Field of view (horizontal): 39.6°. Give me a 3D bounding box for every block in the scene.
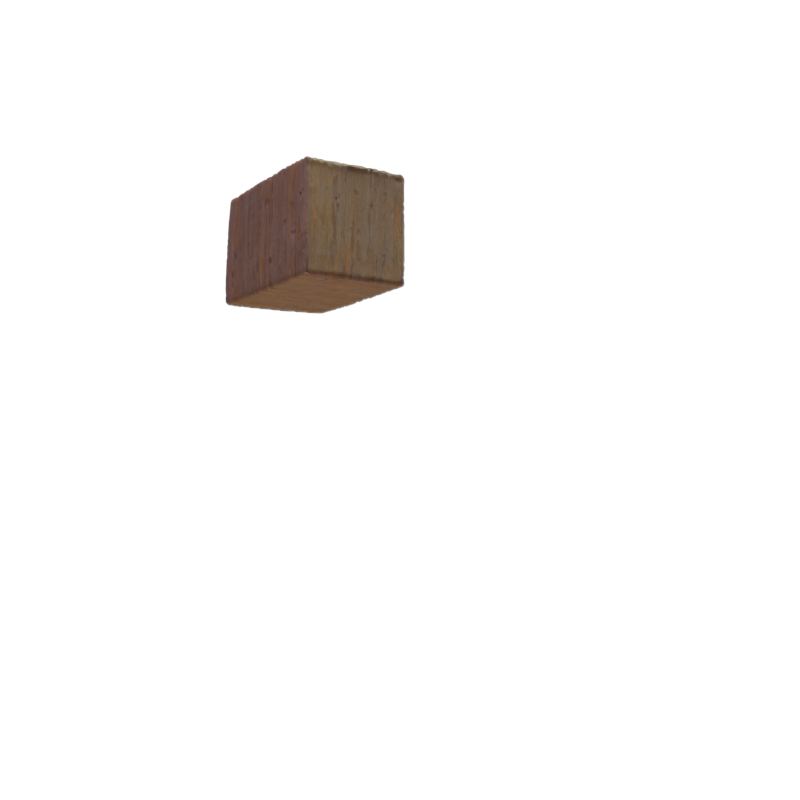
[{"bbox_3d":[-0.040,-0.072,0.505,0.050,0.053,0.079,6,-11,-32],"label":"block"}]
